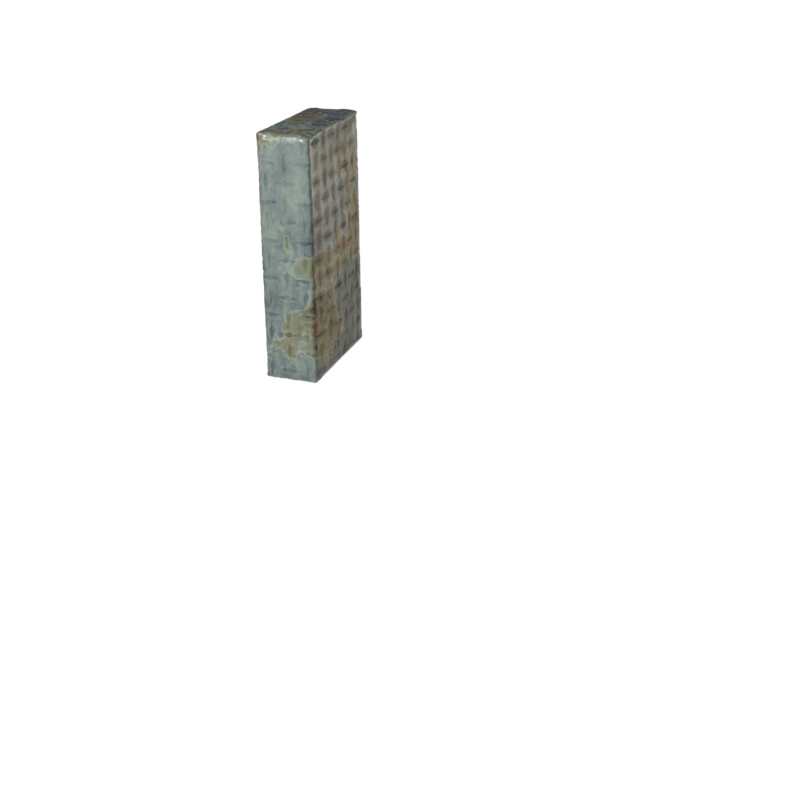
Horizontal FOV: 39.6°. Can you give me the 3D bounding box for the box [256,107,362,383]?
[{"bbox_3d":[-0.061,-0.112,0.786,0.049,0.168,0.095,8,22,17],"label":"box"}]
